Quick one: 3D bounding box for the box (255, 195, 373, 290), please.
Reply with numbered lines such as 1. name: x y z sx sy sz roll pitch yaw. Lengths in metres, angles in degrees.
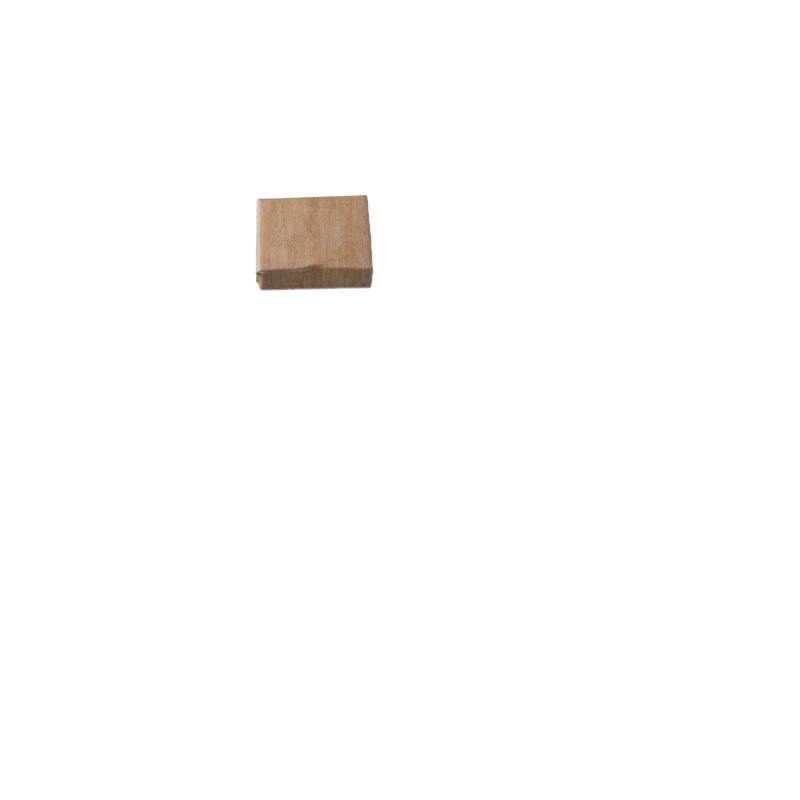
1. box: -0.068 -0.123 0.860 0.089 0.078 0.028 -2 -35 -2
